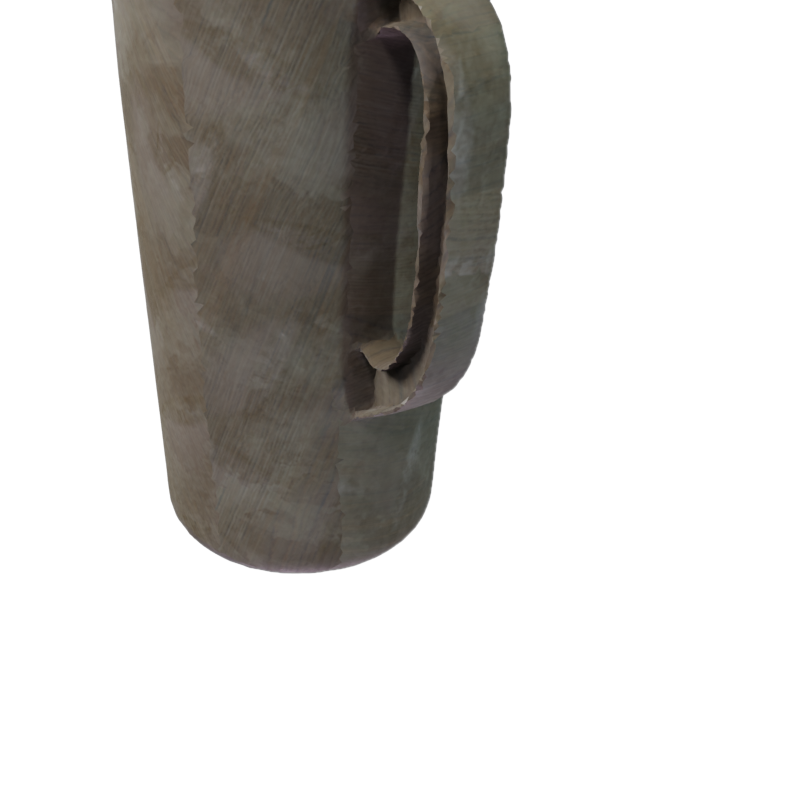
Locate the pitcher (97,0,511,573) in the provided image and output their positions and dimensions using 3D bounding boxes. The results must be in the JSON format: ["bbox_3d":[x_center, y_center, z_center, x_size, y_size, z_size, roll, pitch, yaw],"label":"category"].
[{"bbox_3d":[-0.032,-0.057,0.403,0.148,0.230,0.155,7,27,11],"label":"pitcher"}]
